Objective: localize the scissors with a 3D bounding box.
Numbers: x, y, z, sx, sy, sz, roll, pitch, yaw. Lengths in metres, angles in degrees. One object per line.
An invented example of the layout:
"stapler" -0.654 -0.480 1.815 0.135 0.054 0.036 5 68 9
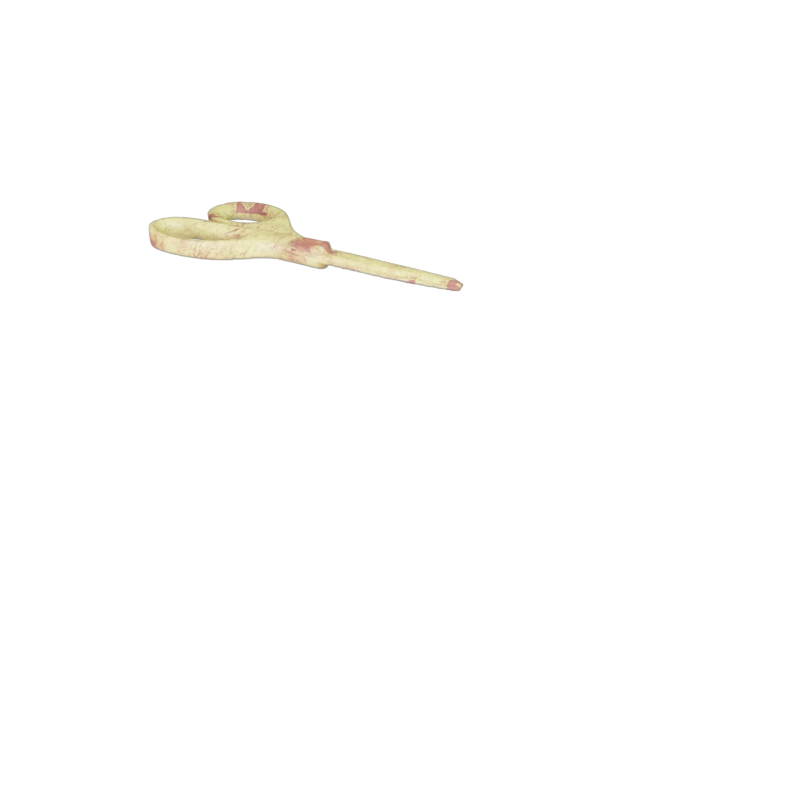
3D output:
"scissors" -0.052 -0.095 0.664 0.207 0.015 0.098 9 27 17
